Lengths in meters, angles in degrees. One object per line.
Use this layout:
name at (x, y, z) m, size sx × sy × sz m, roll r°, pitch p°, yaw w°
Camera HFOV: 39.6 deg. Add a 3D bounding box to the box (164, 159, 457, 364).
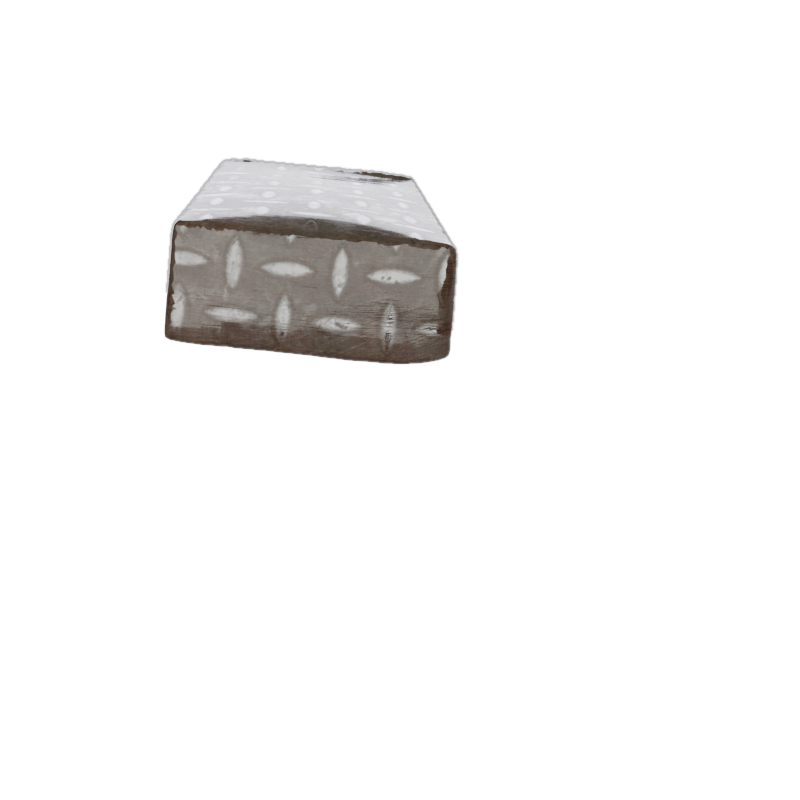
box at (-0.034, -0.063, 0.436) m, size 0.093 × 0.046 × 0.184 m, roll 5°, pitch 20°, yaw -5°
